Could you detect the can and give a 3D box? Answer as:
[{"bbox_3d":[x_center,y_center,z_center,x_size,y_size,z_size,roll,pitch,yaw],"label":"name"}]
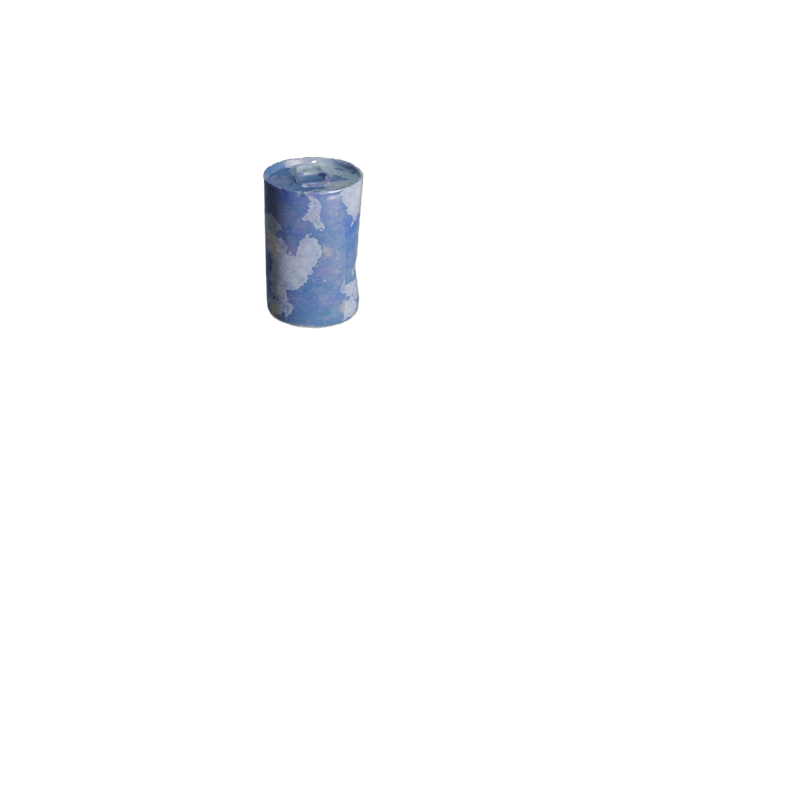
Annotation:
[{"bbox_3d":[-0.060,-0.110,0.770,0.068,0.097,0.073,0,28,-2],"label":"can"}]
